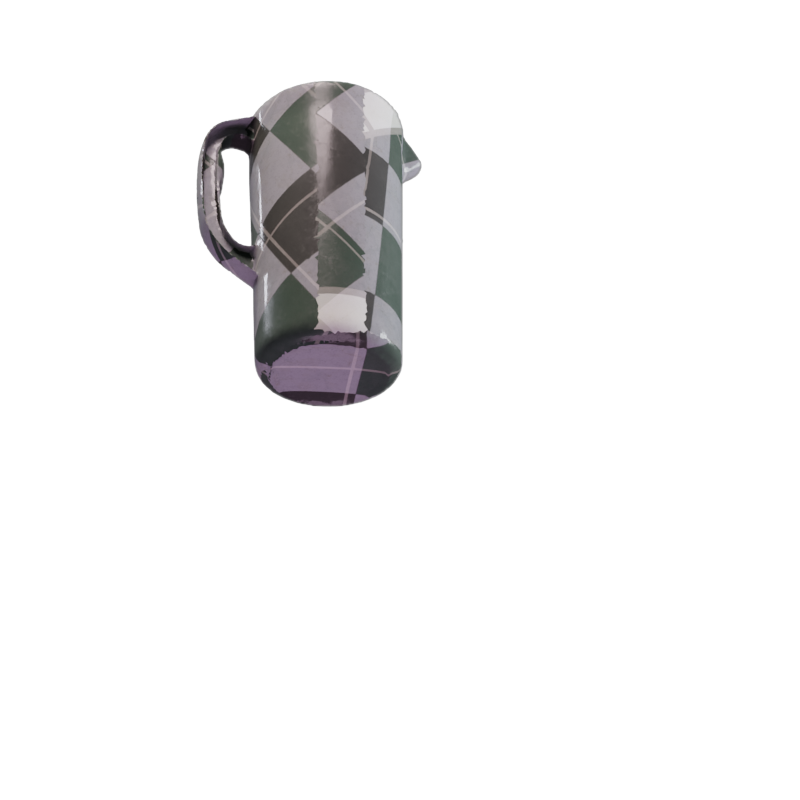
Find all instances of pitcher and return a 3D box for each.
[{"bbox_3d":[-0.068,-0.124,0.870,0.151,0.260,0.134,-18,-38,21],"label":"pitcher"}]
